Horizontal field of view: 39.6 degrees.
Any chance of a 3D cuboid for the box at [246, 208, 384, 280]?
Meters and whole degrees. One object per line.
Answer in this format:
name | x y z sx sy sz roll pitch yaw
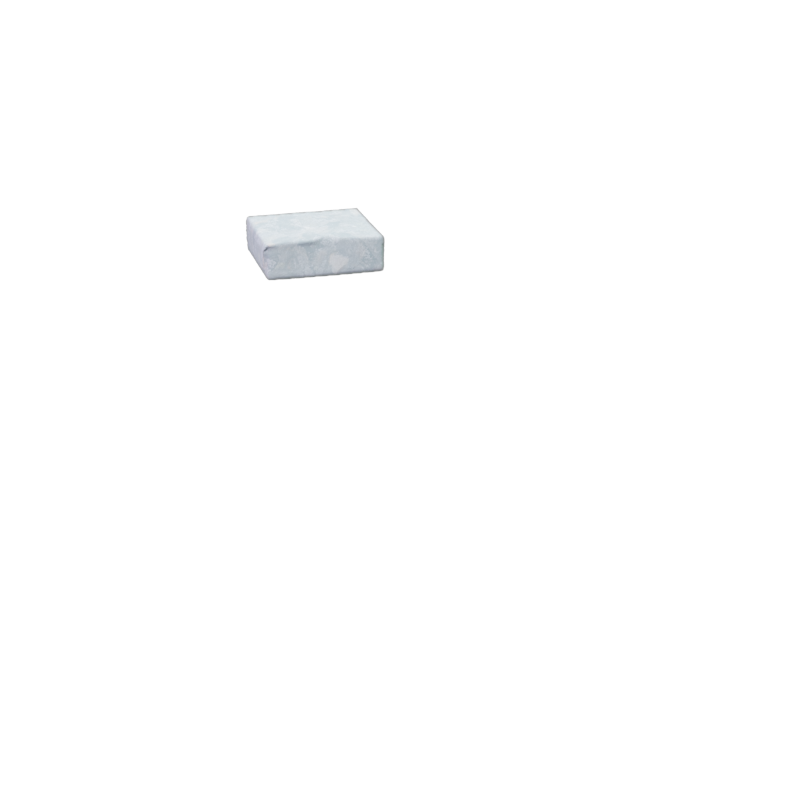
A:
box | -0.064 -0.116 0.813 0.088 0.029 0.078 -6 25 -14
